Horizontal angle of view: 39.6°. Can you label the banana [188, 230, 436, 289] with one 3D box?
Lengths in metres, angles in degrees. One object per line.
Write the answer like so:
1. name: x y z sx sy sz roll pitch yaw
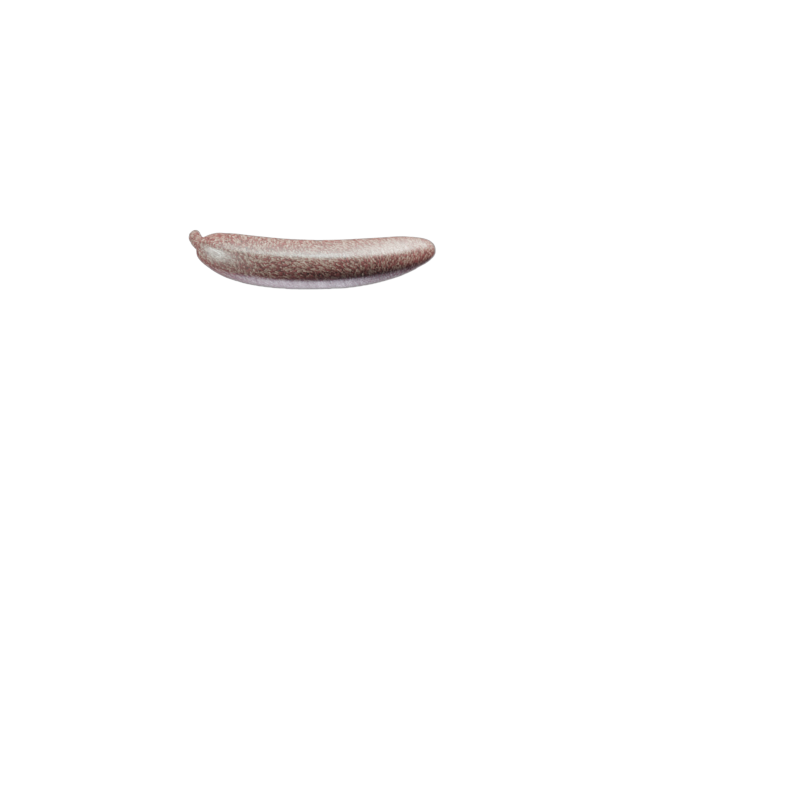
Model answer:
1. banana: -0.073 -0.112 0.850 0.200 0.034 0.074 5 38 6
